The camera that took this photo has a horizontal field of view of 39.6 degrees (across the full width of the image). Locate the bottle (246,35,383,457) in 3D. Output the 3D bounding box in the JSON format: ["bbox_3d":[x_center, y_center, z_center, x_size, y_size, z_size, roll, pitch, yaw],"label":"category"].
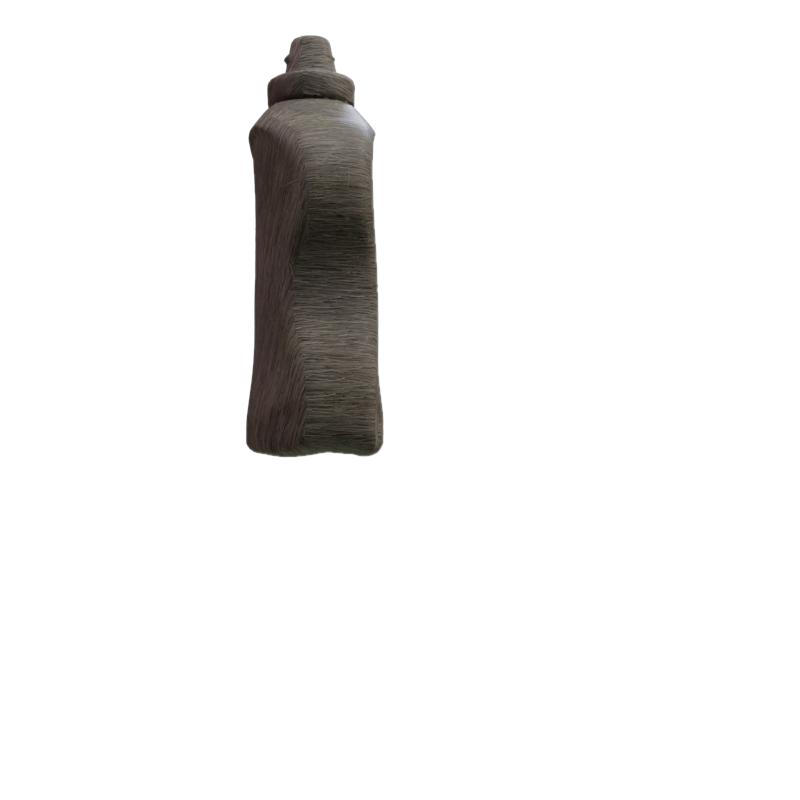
[{"bbox_3d":[-0.040,-0.072,0.507,0.057,0.196,0.096,1,-8,-14],"label":"bottle"}]
